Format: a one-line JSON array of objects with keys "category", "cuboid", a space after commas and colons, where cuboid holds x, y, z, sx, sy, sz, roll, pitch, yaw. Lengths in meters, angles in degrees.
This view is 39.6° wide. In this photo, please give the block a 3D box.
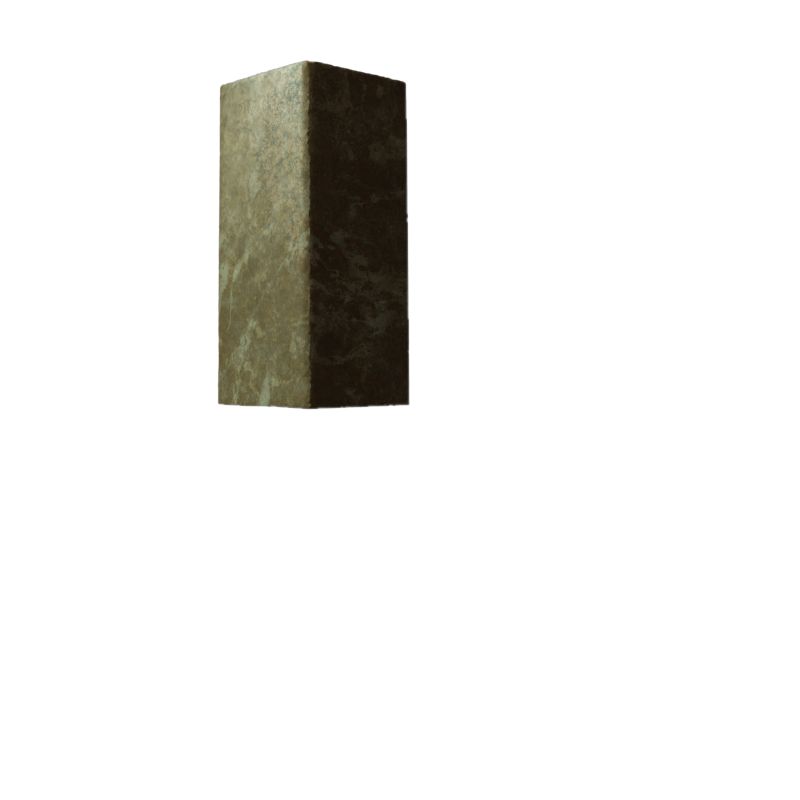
[{"category": "block", "cuboid": [-0.055, -0.101, 0.706, 0.087, 0.209, 0.093, 4, -6, -44]}]
